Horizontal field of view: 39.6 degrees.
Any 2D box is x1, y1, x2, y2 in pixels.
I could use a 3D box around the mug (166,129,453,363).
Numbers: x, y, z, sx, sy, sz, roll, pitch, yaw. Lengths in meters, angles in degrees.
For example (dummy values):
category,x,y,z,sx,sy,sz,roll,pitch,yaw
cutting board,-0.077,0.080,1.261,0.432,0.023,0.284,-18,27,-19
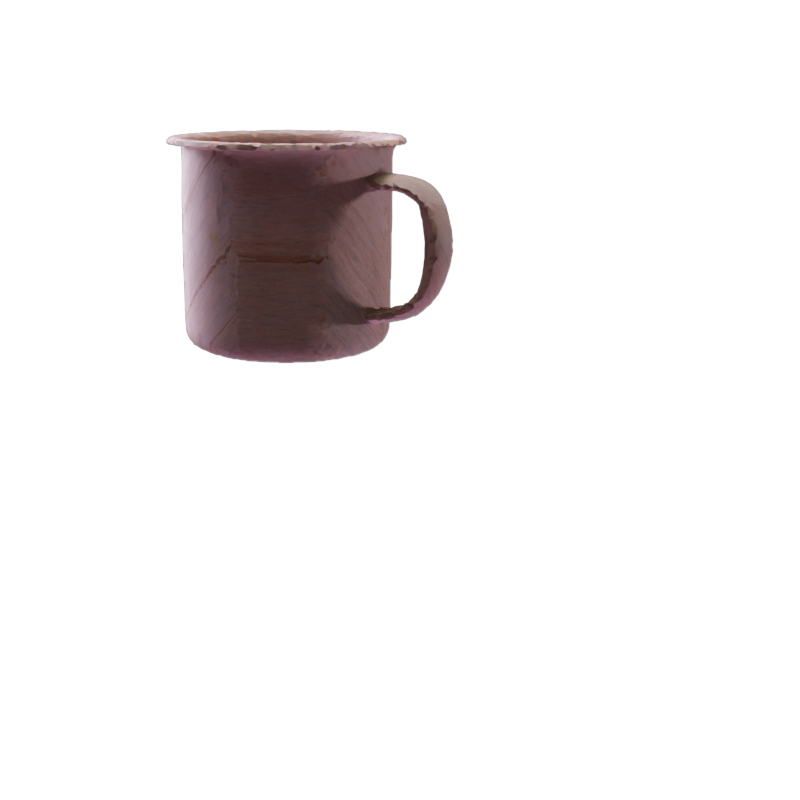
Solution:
category,x,y,z,sx,sy,sz,roll,pitch,yaw
mug,-0.034,-0.061,0.430,0.122,0.079,0.092,8,15,28
